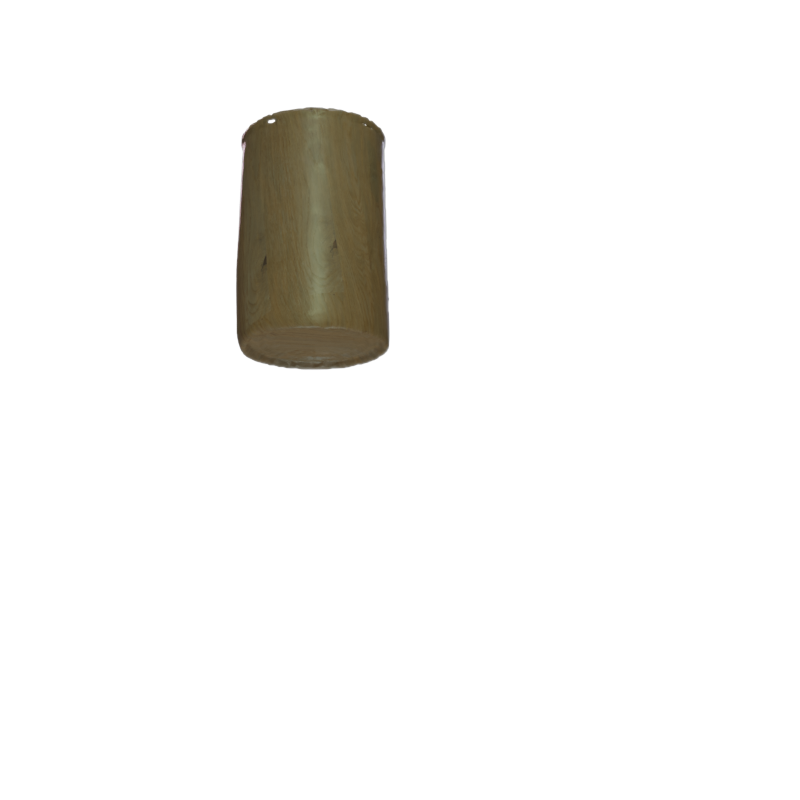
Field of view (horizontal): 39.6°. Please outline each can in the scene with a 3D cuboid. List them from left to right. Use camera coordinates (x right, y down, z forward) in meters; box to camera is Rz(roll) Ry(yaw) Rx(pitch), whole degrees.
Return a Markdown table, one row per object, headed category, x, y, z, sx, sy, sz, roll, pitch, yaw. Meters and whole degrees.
| category | x | y | z | sx | sy | sz | roll | pitch | yaw |
| --- | --- | --- | --- | --- | --- | --- | --- | --- | --- |
| can | -0.039 | -0.072 | 0.502 | 0.068 | 0.107 | 0.065 | 0 | -20 | -2 |
